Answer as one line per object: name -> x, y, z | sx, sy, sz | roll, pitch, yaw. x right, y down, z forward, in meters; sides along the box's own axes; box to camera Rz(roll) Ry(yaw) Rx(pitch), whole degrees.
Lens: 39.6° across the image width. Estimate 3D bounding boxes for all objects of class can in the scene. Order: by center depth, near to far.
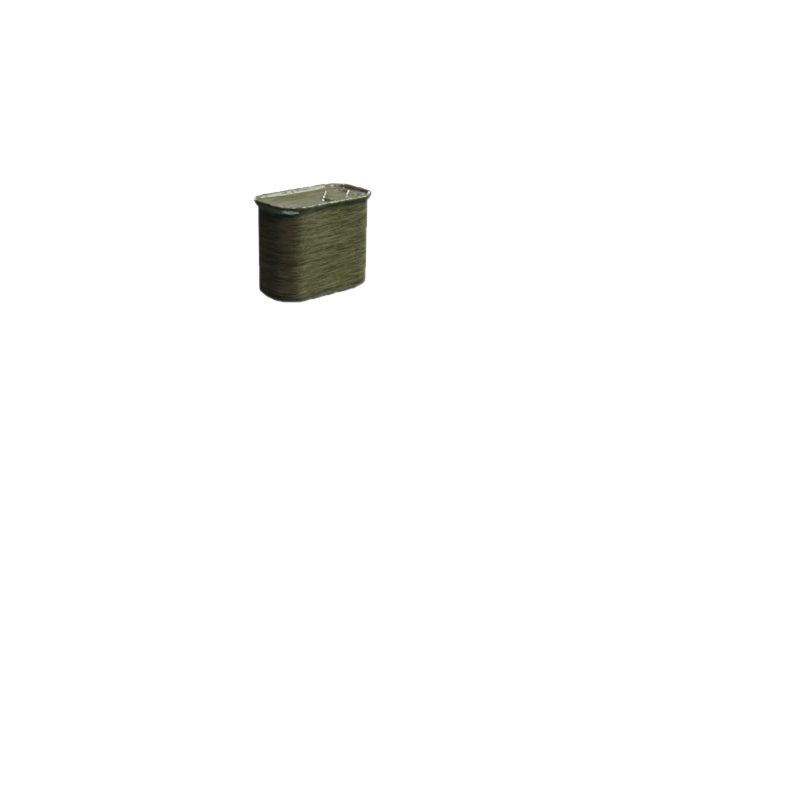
can -> -0.075, -0.136, 0.953 | 0.100, 0.080, 0.061 | -16, 25, -39
